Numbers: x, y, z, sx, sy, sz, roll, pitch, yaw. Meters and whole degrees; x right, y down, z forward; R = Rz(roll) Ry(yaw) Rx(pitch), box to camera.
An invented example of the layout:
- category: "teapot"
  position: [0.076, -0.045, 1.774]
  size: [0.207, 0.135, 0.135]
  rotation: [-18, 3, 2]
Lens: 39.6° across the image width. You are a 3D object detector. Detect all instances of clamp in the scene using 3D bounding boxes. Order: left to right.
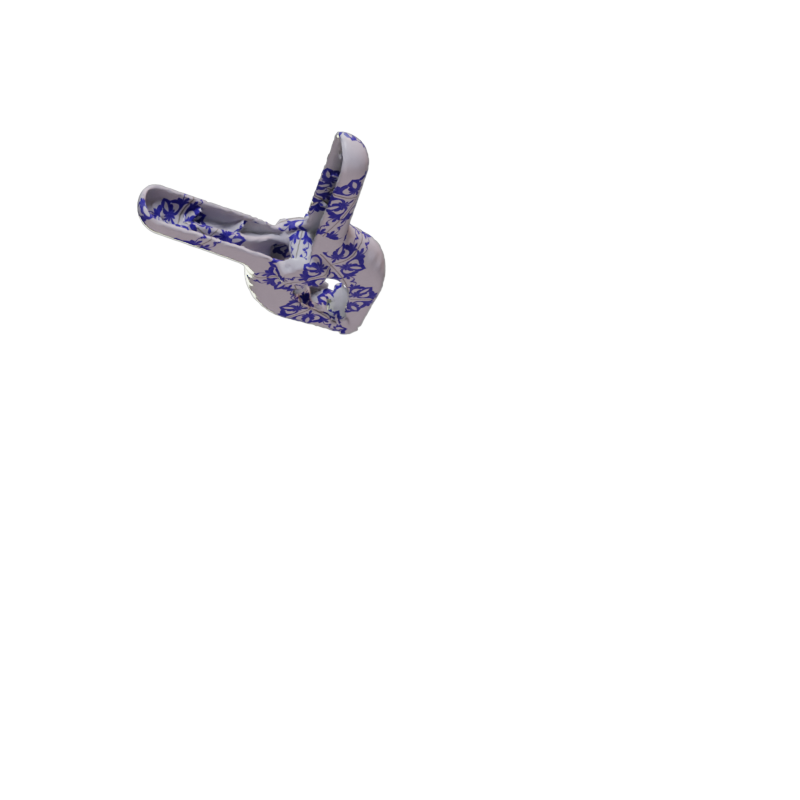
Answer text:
- category: "clamp"
  position: [-0.047, -0.085, 0.598]
  size: [0.122, 0.041, 0.160]
  rotation: [-10, -23, 25]
